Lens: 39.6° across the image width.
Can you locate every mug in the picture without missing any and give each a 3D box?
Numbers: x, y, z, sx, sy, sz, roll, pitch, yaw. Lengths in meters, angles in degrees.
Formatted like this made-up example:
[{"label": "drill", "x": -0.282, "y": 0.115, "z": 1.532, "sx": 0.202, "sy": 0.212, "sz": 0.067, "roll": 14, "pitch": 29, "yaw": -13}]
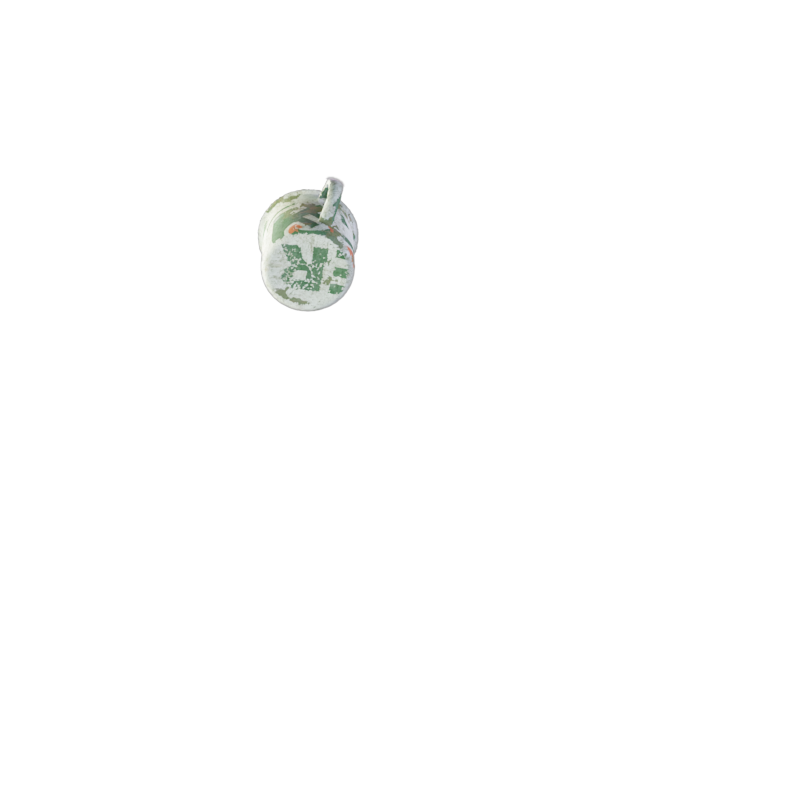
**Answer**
[{"label": "mug", "x": -0.077, "y": -0.140, "z": 0.979, "sx": 0.091, "sy": 0.114, "sz": 0.086, "roll": 22, "pitch": 23, "yaw": -12}]
